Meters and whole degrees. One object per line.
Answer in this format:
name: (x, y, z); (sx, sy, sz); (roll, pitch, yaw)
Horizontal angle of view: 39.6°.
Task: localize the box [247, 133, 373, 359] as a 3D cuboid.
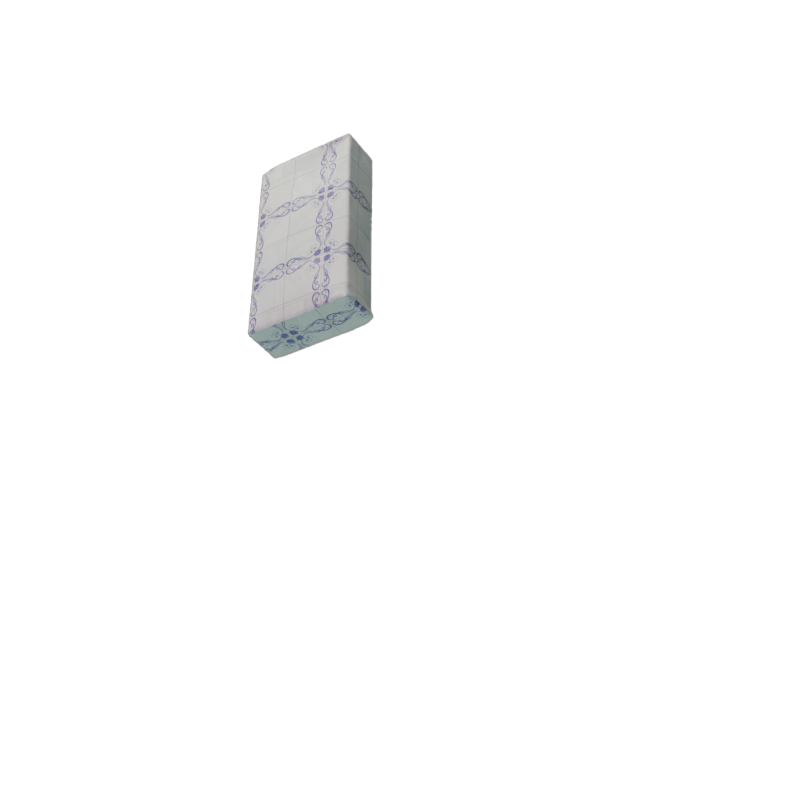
box: (-0.070, -0.127, 0.891); (0.094, 0.189, 0.044); (-21, -41, 23)
